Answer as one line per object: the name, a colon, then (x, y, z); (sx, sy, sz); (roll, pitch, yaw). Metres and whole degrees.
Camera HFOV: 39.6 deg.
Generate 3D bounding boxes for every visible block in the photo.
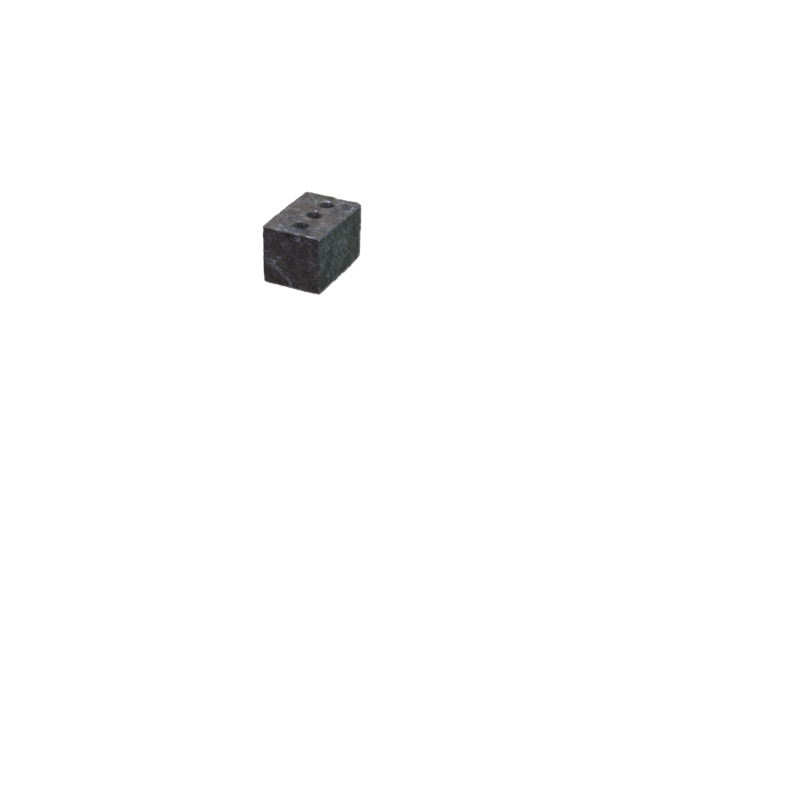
block: (-0.071, -0.129, 0.903); (0.055, 0.048, 0.080); (14, 34, 20)
